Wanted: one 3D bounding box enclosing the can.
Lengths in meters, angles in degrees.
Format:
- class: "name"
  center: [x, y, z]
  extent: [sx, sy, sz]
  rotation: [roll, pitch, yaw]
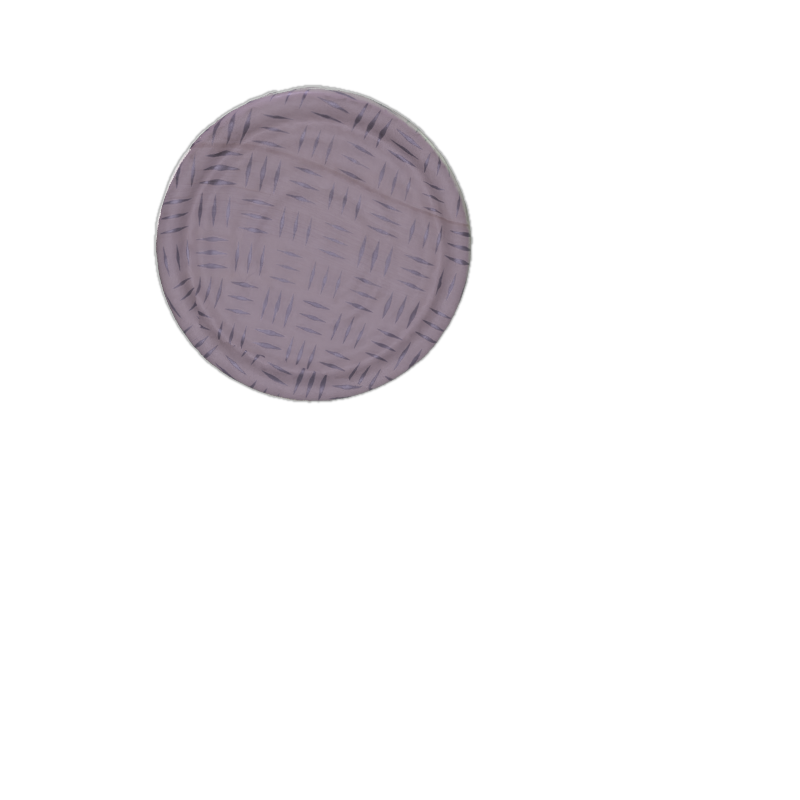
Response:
- class: "can"
  center: [-0.024, -0.044, 0.307]
  extent: [0.086, 0.084, 0.034]
  rotation: [0, 8, -1]
